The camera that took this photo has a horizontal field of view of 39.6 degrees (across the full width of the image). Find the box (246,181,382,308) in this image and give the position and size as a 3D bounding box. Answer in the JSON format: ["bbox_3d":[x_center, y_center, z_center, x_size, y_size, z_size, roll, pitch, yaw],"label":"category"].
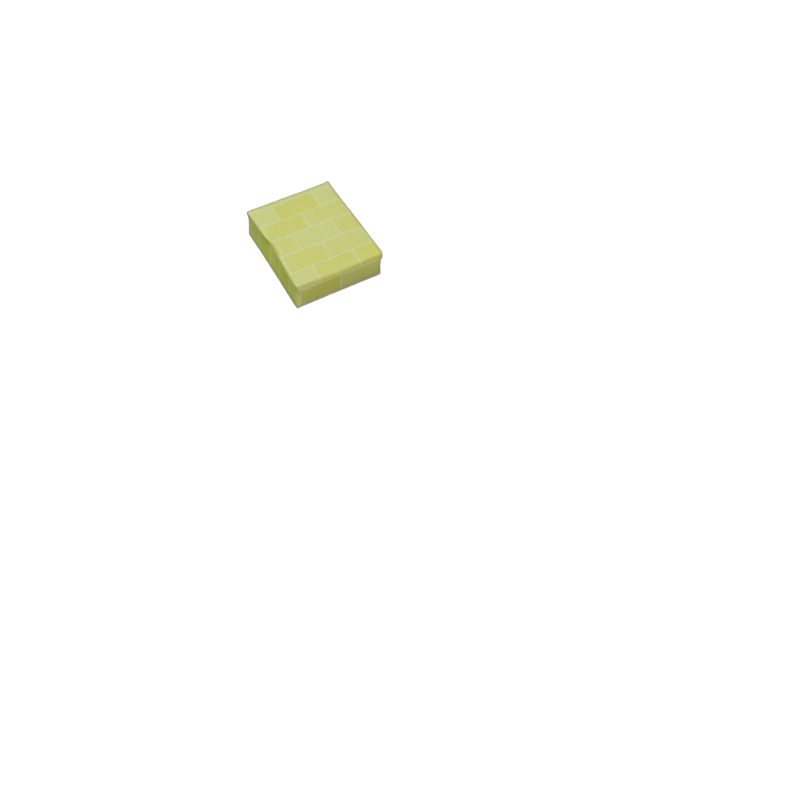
[{"bbox_3d":[-0.067,-0.122,0.851,0.073,0.096,0.028,-23,-35,-17],"label":"box"}]
